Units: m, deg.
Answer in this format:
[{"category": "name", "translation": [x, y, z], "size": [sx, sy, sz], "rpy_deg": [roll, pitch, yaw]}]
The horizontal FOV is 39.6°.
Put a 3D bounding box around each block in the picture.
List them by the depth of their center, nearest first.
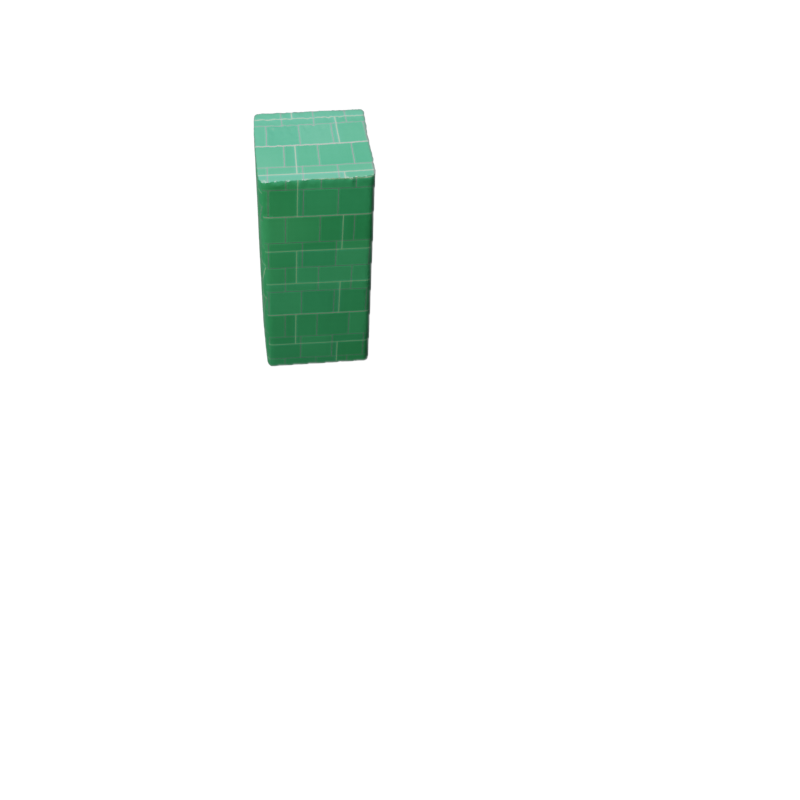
[{"category": "block", "translation": [-0.073, -0.132, 0.925], "size": [0.090, 0.097, 0.192], "rpy_deg": [-3, -44, -6]}]
